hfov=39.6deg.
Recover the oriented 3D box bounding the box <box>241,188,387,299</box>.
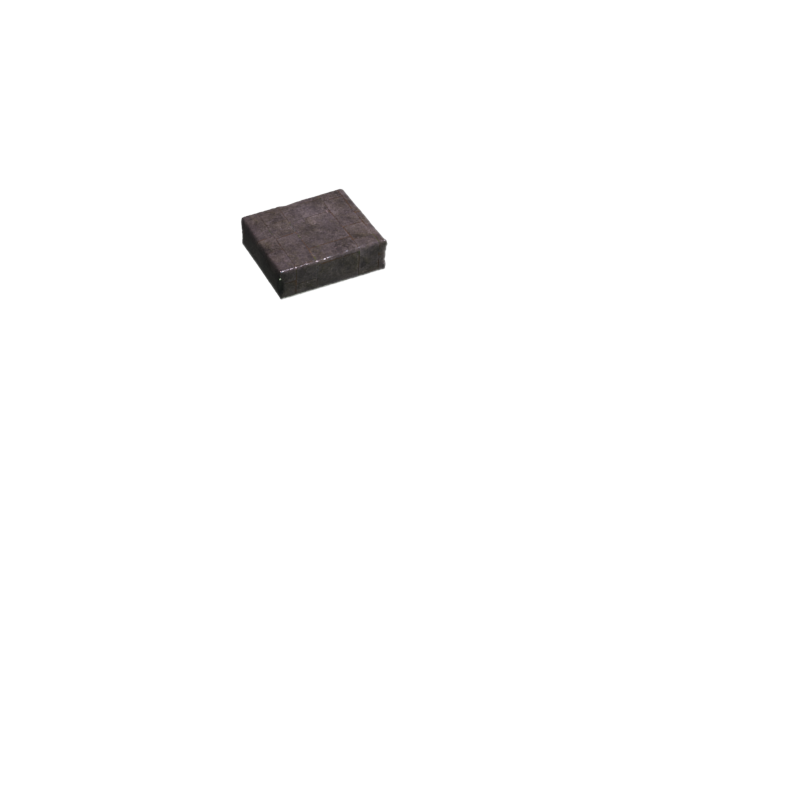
[{"bbox_3d":[-0.065,-0.119,0.832,0.088,0.028,0.079,-19,47,-19],"label":"box"}]
